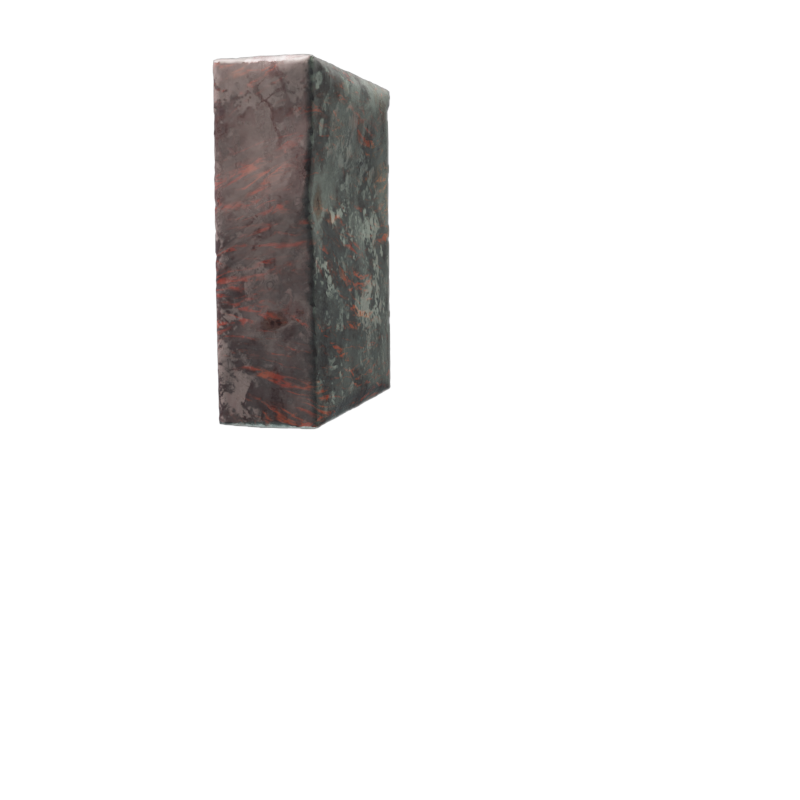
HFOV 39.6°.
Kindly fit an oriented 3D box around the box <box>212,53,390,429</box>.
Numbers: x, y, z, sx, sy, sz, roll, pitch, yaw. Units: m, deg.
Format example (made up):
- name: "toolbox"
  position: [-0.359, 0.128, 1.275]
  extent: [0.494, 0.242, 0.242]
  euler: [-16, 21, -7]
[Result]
- name: "box"
  position: [-0.055, -0.101, 0.705]
  extent: [0.073, 0.213, 0.161]
  euler: [0, 3, 16]
